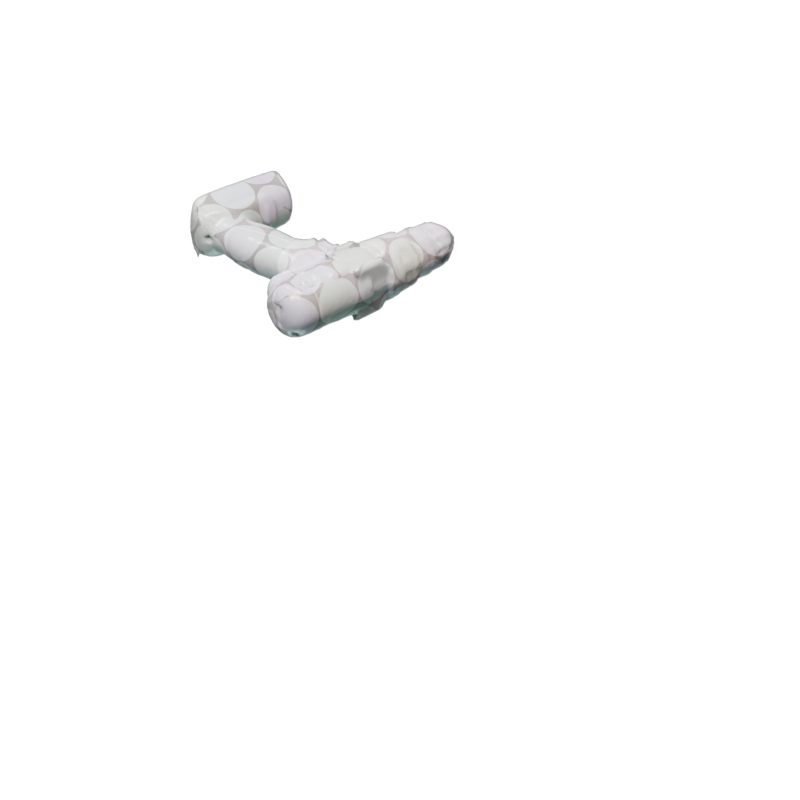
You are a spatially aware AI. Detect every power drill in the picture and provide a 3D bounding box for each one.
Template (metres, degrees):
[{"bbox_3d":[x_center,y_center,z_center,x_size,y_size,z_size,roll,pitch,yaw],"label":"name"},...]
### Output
[{"bbox_3d":[-0.073,-0.134,0.938,0.183,0.054,0.201,-26,42,-34],"label":"power drill"}]
